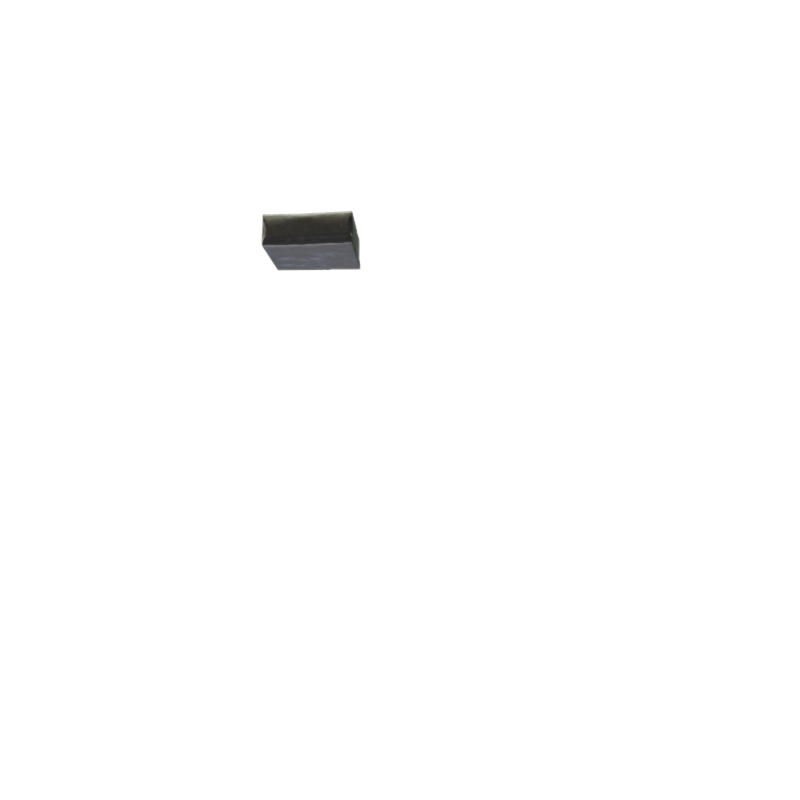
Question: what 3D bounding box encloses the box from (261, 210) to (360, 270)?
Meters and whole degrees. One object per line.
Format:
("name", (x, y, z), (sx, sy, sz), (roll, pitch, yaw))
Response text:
("box", (-0.072, -0.131, 0.918), (0.074, 0.031, 0.086), (-1, -8, 4))
